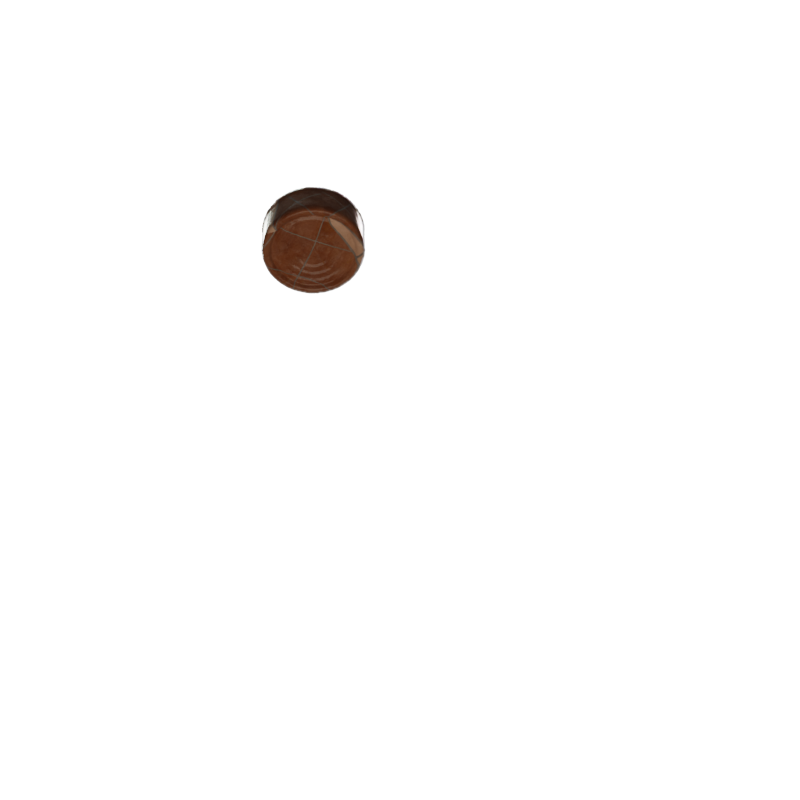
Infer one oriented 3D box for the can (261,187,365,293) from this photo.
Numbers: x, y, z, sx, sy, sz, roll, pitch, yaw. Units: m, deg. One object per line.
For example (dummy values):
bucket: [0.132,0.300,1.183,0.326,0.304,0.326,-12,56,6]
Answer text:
can: [-0.072,-0.131,0.916,0.086,0.080,0.036,1,36,-1]
